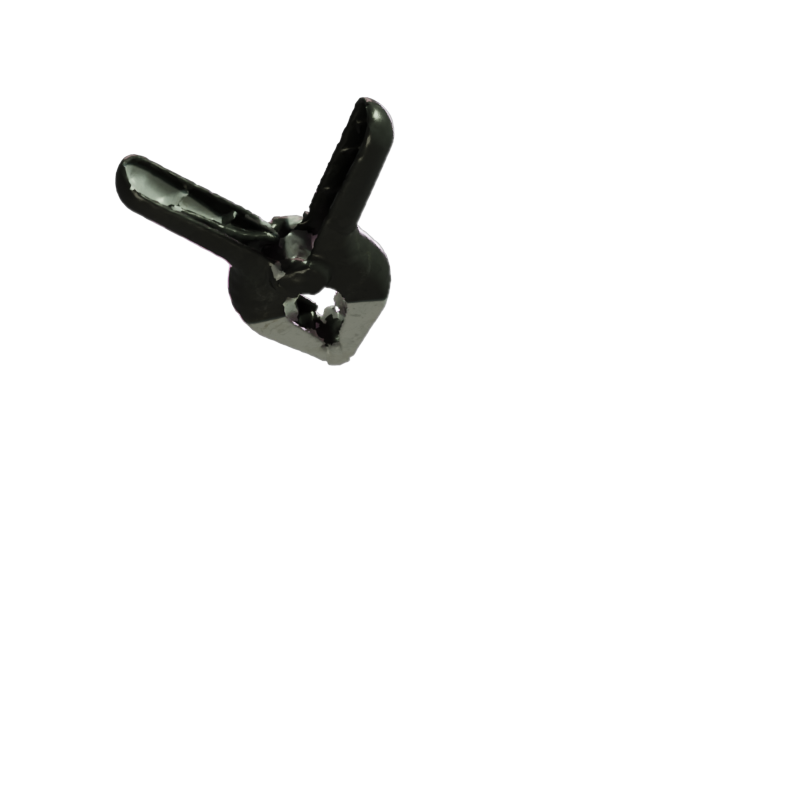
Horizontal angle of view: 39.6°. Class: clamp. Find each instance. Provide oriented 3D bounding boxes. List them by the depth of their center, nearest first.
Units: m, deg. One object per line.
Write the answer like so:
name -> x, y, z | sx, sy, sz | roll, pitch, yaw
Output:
clamp -> -0.040, -0.074, 0.516 | 0.122, 0.042, 0.158 | -11, -30, 19
